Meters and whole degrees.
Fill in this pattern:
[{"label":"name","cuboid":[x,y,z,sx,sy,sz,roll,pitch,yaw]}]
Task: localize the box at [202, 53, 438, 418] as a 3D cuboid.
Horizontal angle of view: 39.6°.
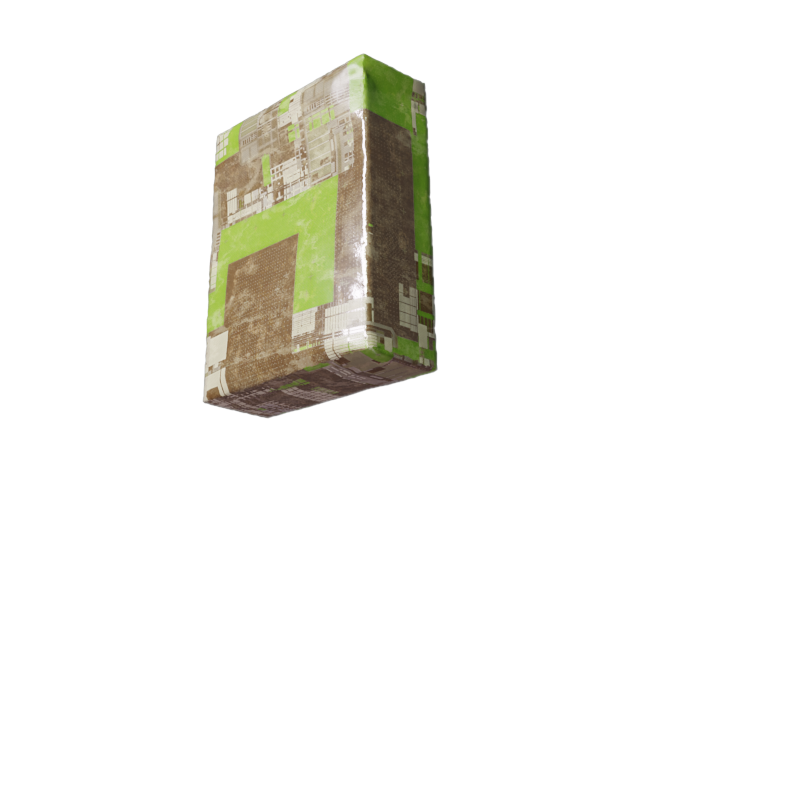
[{"label":"box","cuboid":[-0.060,-0.110,0.770,0.166,0.225,0.068,-19,-27,40]}]
